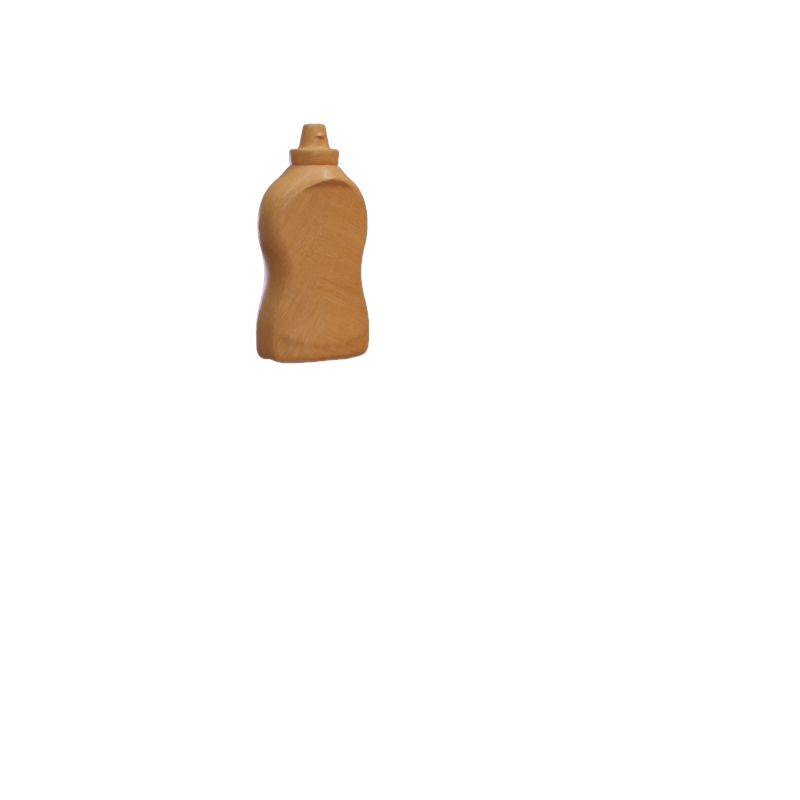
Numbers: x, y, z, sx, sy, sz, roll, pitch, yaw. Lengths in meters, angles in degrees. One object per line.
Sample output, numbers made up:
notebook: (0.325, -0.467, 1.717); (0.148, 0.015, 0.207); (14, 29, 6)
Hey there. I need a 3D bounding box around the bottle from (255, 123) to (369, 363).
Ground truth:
bottle: (-0.071, -0.130, 0.908); (0.093, 0.190, 0.061); (-2, 4, -33)
